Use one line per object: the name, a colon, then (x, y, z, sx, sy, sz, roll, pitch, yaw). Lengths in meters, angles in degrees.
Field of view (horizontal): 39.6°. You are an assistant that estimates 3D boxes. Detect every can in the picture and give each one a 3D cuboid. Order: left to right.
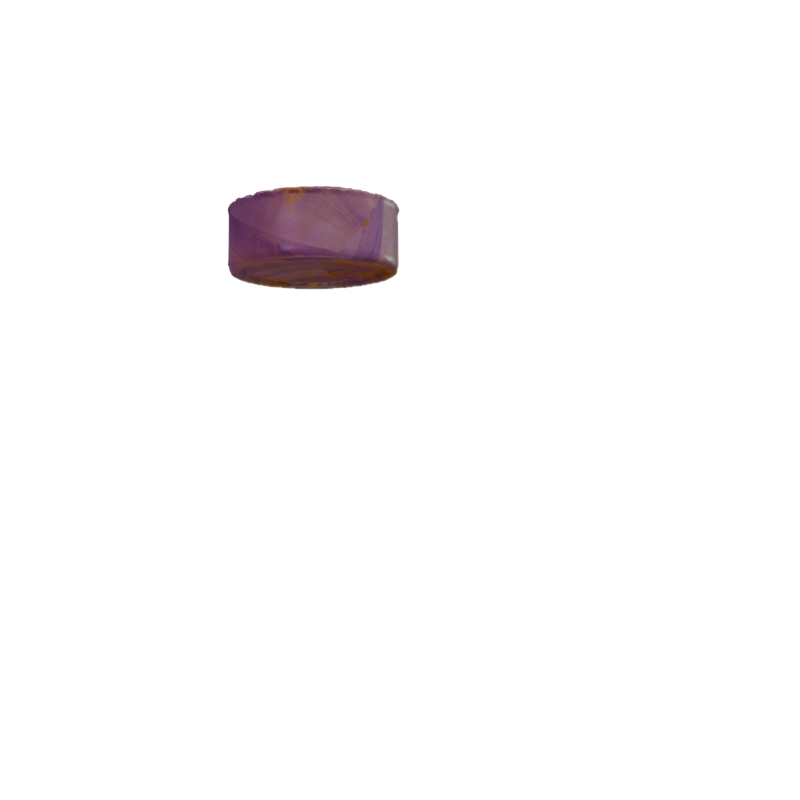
can: (-0.043, -0.079, 0.551, 0.086, 0.034, 0.084, 0, -6, -2)
